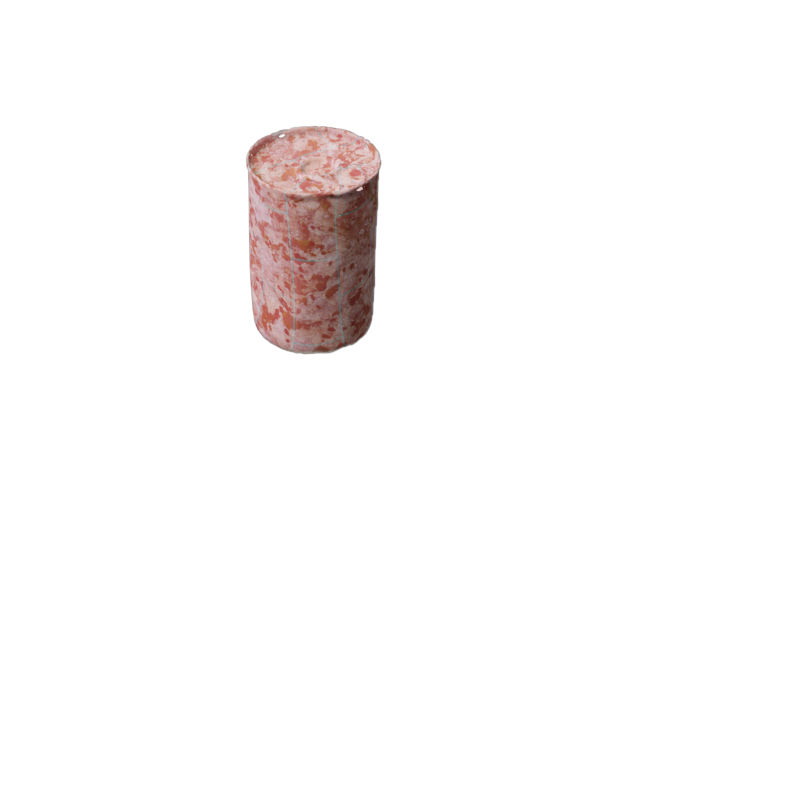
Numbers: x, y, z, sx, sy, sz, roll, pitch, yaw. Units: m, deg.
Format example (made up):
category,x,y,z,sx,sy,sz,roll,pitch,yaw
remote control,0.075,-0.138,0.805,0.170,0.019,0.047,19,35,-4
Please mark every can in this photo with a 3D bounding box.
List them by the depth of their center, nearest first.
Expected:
category,x,y,z,sx,sy,sz,roll,pitch,yaw
can,-0.046,-0.083,0.582,0.068,0.095,0.073,0,38,-3
